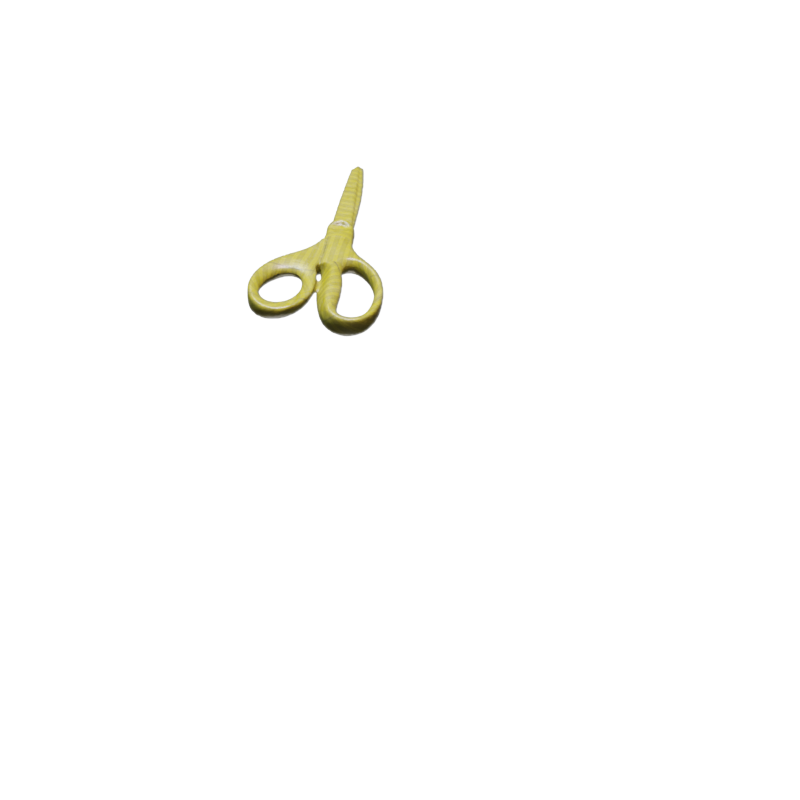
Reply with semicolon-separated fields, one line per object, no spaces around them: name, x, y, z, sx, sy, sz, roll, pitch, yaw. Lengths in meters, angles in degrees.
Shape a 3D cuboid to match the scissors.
scissors;-0.060;-0.109;0.765;0.095;0.015;0.217;-5;38;-7
